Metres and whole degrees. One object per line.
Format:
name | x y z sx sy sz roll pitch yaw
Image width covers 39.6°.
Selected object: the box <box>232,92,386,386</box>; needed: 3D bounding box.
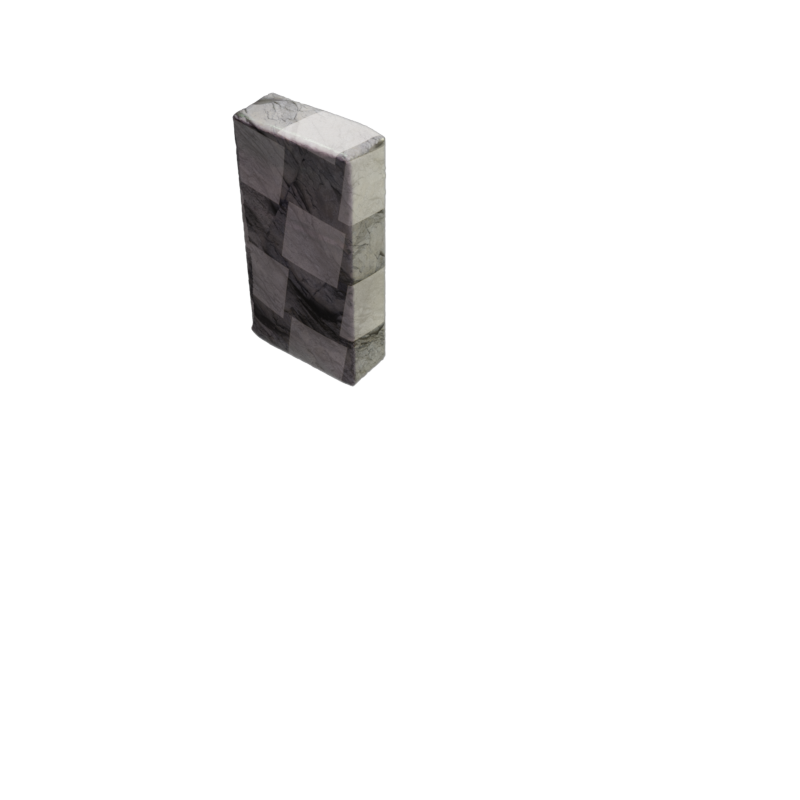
box | -0.056 -0.102 0.714 0.099 0.165 0.048 27 43 29
